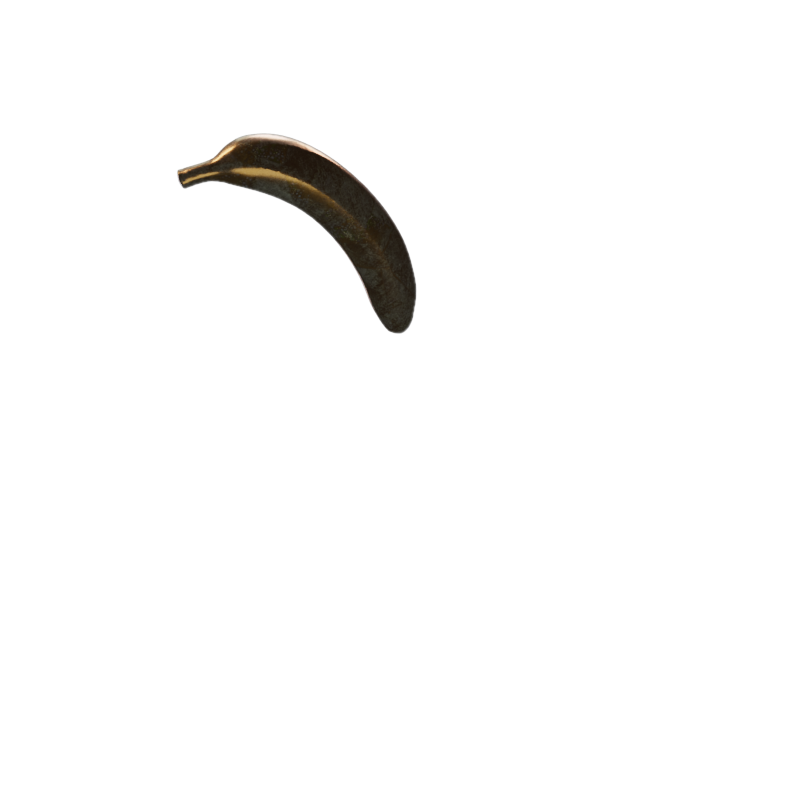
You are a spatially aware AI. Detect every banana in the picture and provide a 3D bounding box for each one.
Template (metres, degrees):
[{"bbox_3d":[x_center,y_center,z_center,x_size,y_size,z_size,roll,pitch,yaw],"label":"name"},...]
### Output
[{"bbox_3d":[-0.045,-0.113,0.702,0.186,0.039,0.069,35,-56,-28],"label":"banana"}]
